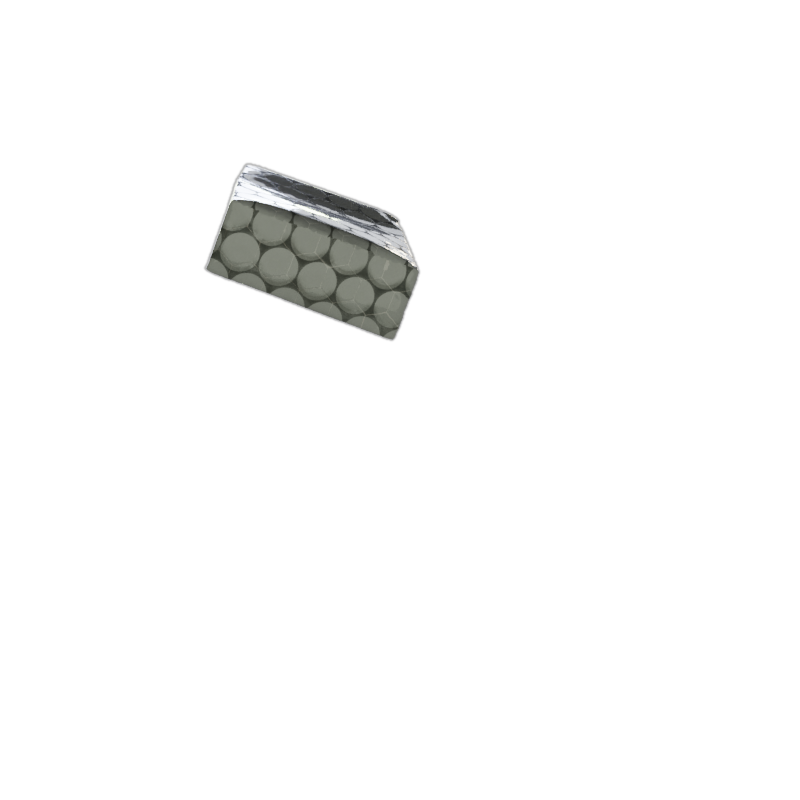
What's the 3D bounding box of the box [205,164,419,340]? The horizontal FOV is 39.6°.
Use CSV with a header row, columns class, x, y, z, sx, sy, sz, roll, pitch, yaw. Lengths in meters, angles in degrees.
class,x,y,z,sx,sy,sz,roll,pitch,yaw
box,-0.076,-0.139,0.977,0.162,0.070,0.222,19,17,-9
